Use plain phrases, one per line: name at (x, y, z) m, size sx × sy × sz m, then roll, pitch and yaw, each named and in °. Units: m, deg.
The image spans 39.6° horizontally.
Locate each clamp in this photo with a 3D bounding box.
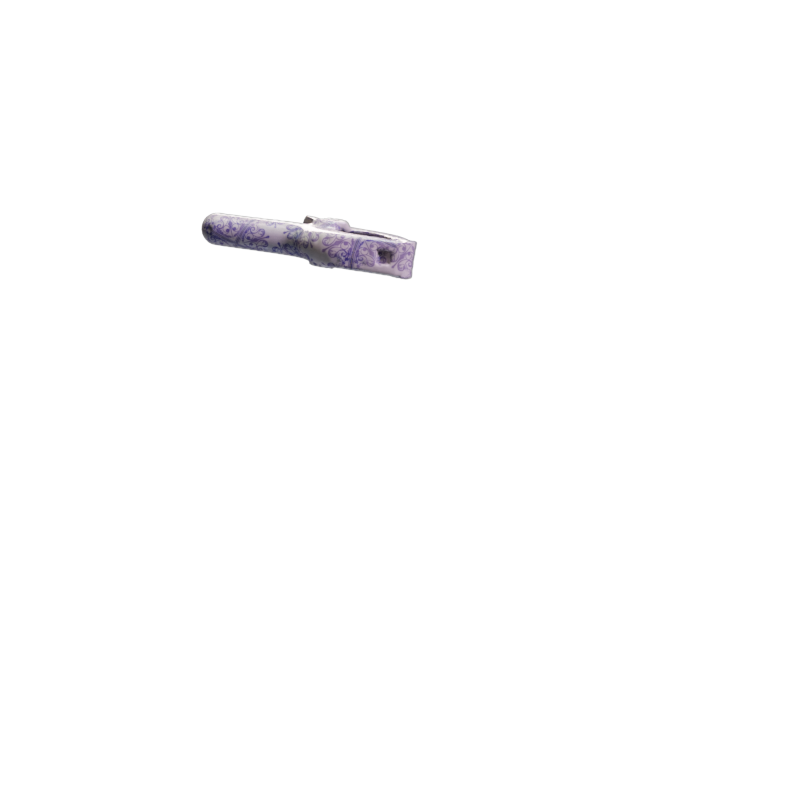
clamp at (-0.065, -0.118, 0.827) m, size 0.117 × 0.038 × 0.181 m, roll -11°, pitch 18°, yaw -36°
